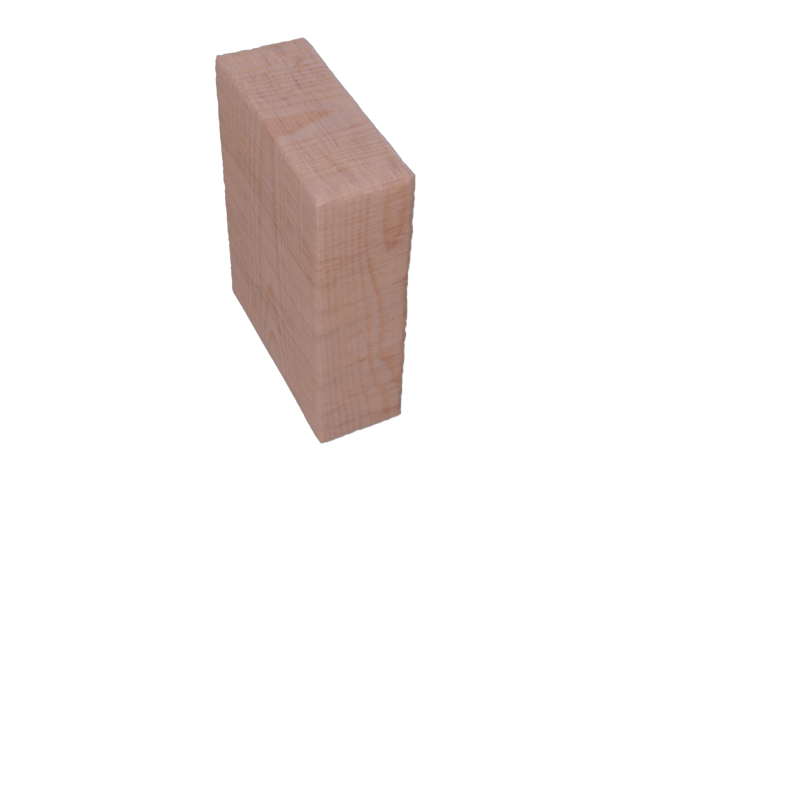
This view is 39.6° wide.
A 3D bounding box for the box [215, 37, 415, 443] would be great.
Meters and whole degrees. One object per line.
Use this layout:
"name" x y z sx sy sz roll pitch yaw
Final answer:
"box" -0.057 -0.104 0.730 0.071 0.199 0.178 -17 49 -19
